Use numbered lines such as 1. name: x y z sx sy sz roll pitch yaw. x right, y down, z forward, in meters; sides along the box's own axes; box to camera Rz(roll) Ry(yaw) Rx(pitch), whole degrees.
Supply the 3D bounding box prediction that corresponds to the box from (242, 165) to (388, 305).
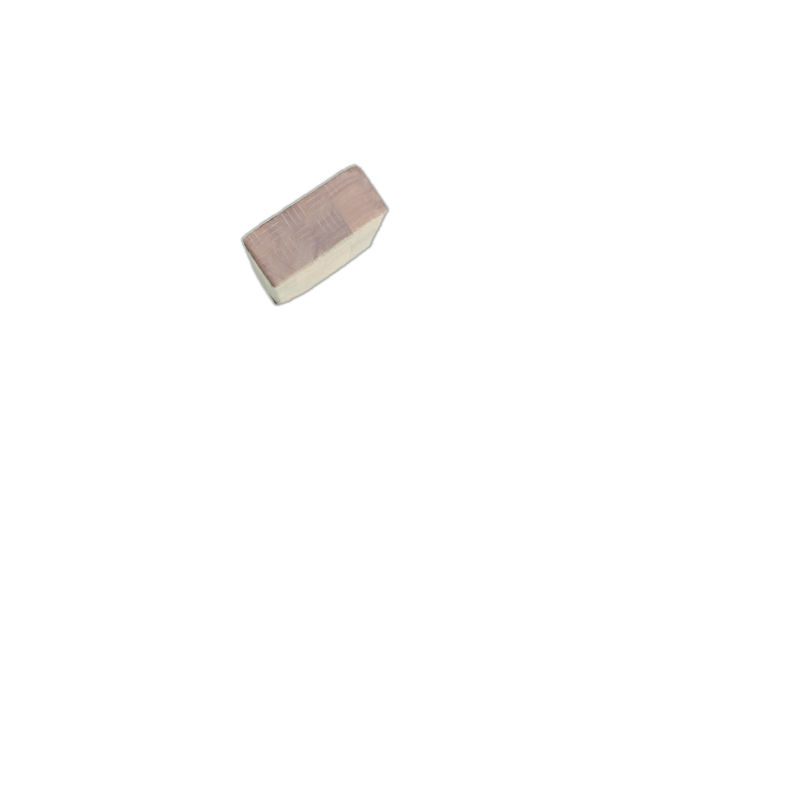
1. box: -0.063 -0.114 0.799 0.093 0.049 0.174 -35 1 -5
